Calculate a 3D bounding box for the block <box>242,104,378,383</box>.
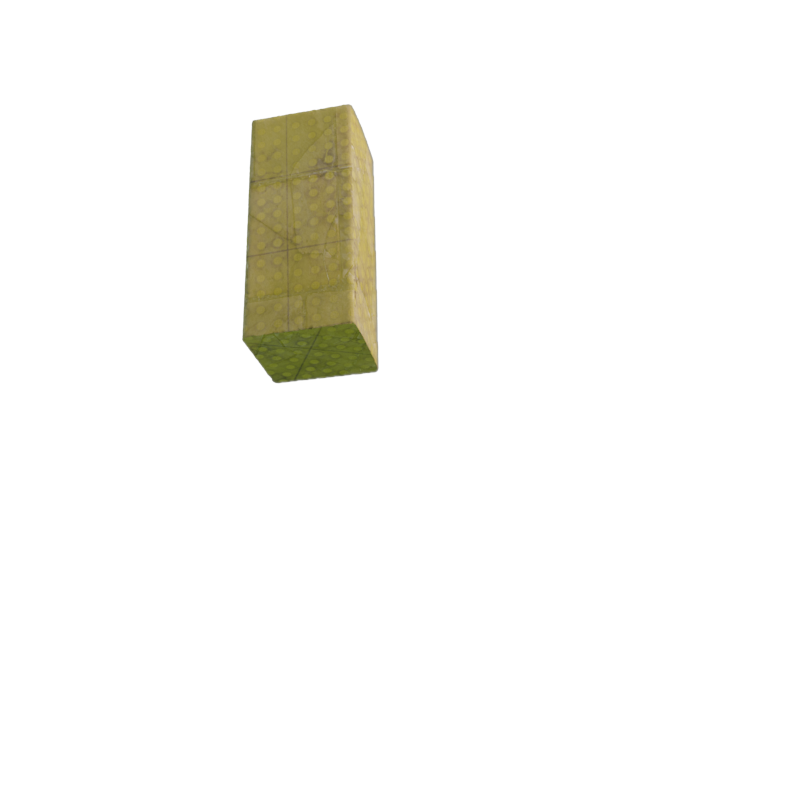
[{"bbox_3d":[-0.071,-0.130,0.913,0.092,0.219,0.084,-8,-29,11],"label":"block"}]
